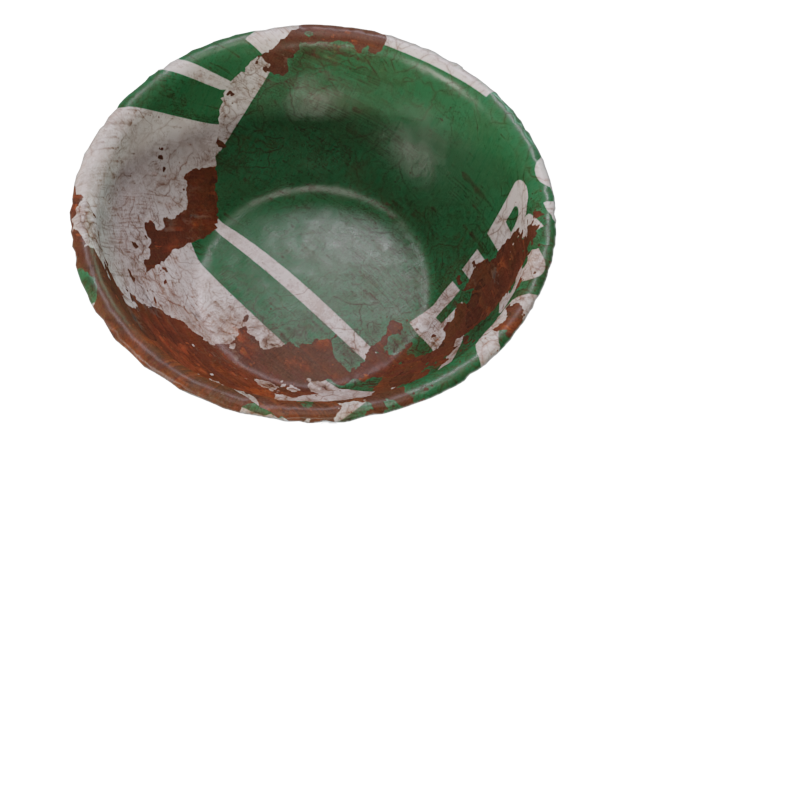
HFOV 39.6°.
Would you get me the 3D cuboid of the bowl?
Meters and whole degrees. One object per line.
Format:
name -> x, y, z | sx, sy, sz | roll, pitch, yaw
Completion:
bowl -> -0.031, -0.056, 0.391 | 0.162, 0.173, 0.052 | -1, -32, -1
